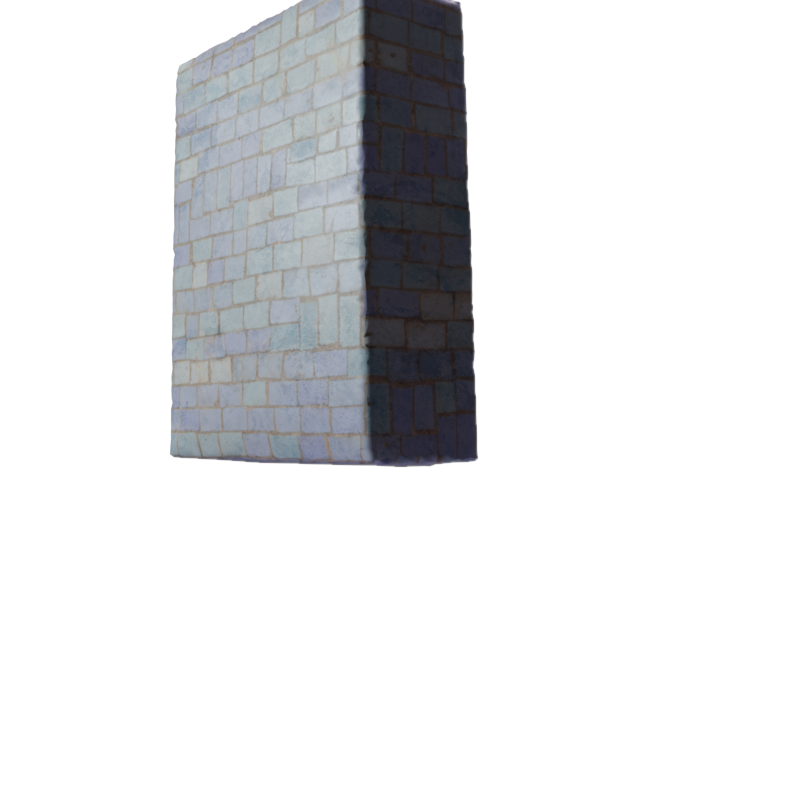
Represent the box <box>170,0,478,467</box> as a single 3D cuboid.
[{"bbox_3d":[-0.043,-0.078,0.545,0.068,0.219,0.168,7,-10,-40],"label":"box"}]
